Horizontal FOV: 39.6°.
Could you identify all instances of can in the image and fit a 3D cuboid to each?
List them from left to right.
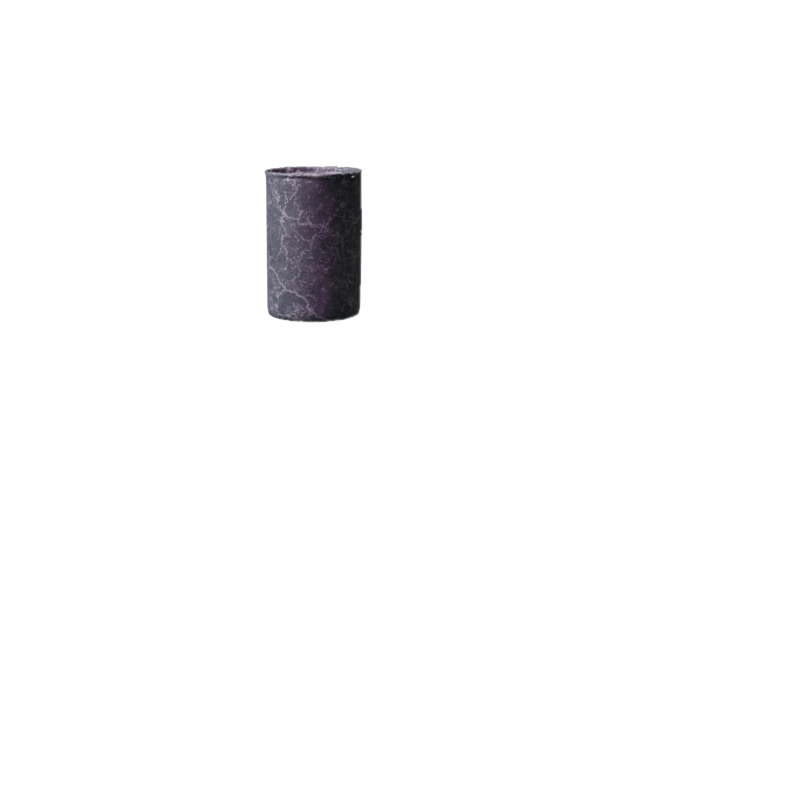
[{"bbox_3d":[-0.061,-0.111,0.779,0.068,0.100,0.070,0,11,-2],"label":"can"}]
